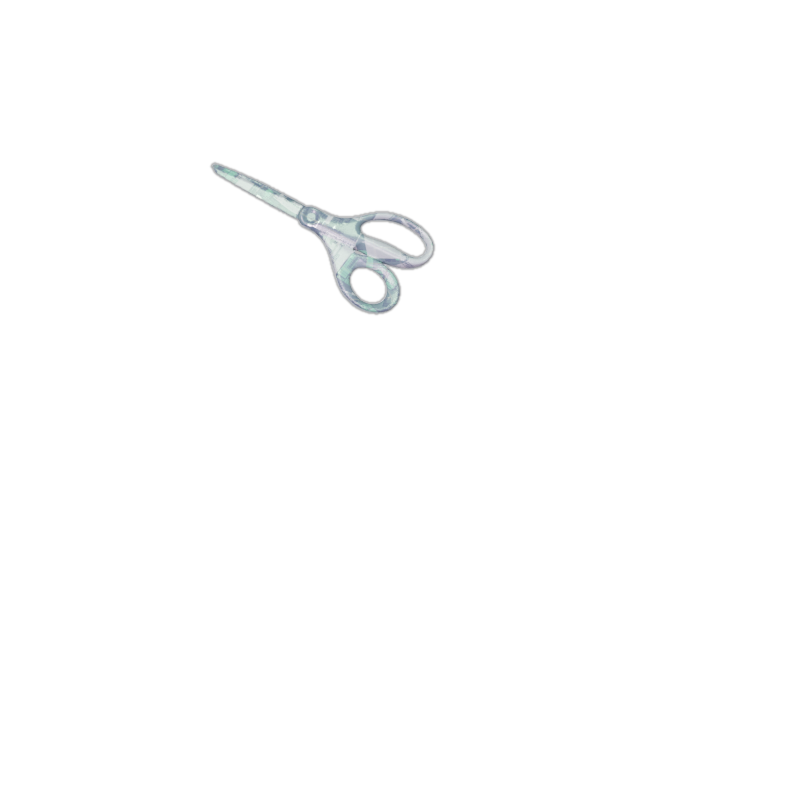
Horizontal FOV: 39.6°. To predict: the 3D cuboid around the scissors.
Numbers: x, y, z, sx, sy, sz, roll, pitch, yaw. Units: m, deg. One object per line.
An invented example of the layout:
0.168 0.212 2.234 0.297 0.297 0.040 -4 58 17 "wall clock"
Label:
-0.074 -0.134 0.939 0.203 0.099 0.015 13 -14 3 "scissors"
